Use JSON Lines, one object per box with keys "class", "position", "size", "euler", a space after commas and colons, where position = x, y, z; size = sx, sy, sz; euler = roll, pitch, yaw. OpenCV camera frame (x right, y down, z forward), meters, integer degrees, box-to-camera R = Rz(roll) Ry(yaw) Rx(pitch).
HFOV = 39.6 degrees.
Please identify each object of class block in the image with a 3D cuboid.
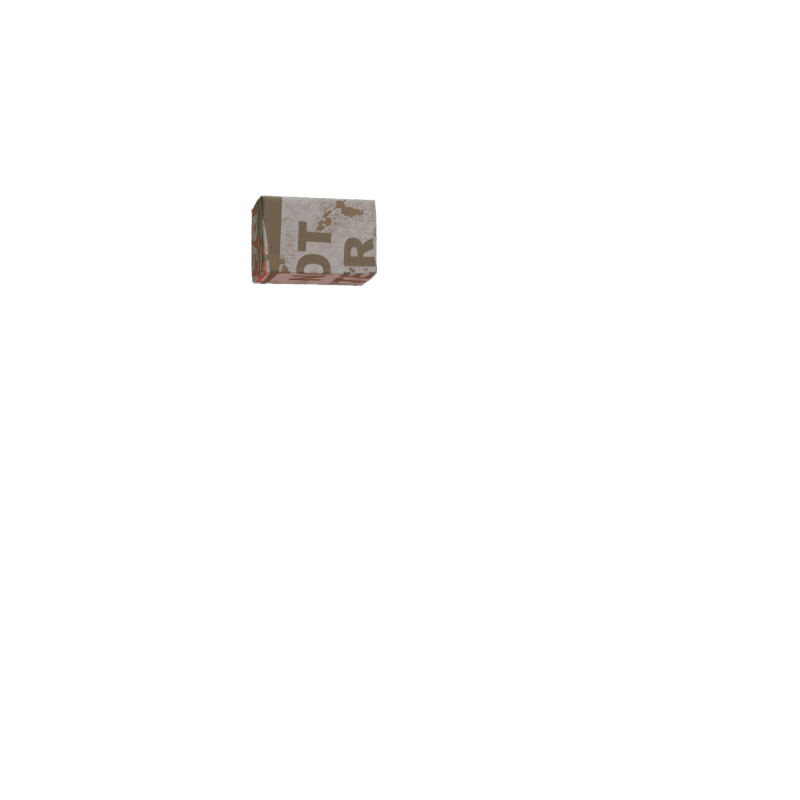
{"class": "block", "position": [-0.058, -0.105, 0.736], "size": [0.077, 0.052, 0.053], "euler": [1, -7, -12]}
